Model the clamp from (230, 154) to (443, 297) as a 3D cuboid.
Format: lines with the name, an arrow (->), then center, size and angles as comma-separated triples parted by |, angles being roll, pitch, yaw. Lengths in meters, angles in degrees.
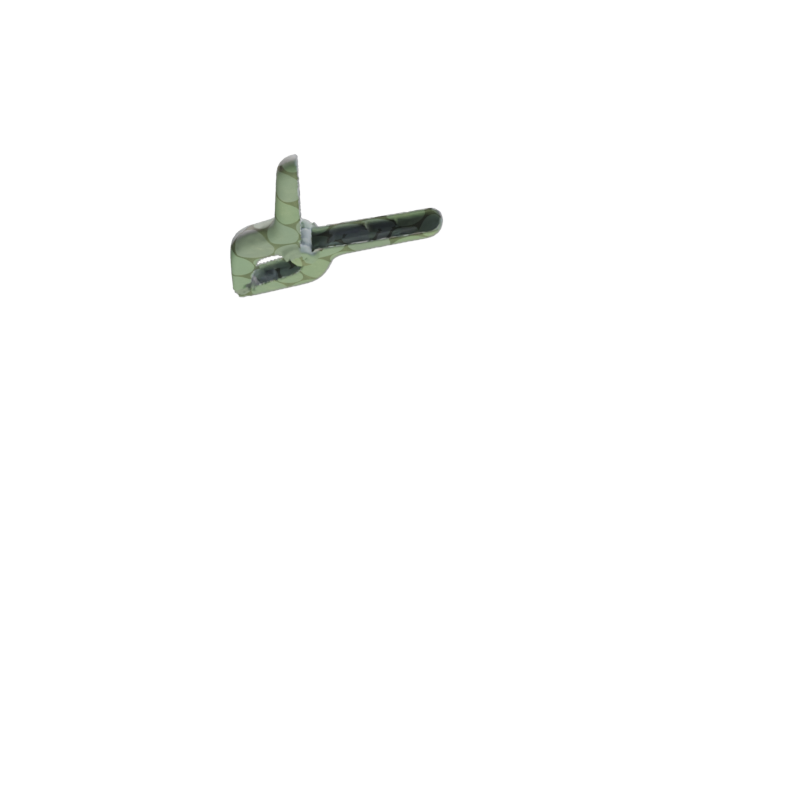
clamp -> -0.076, -0.140, 0.977 | 0.157, 0.038, 0.208 | 14, -27, -29
